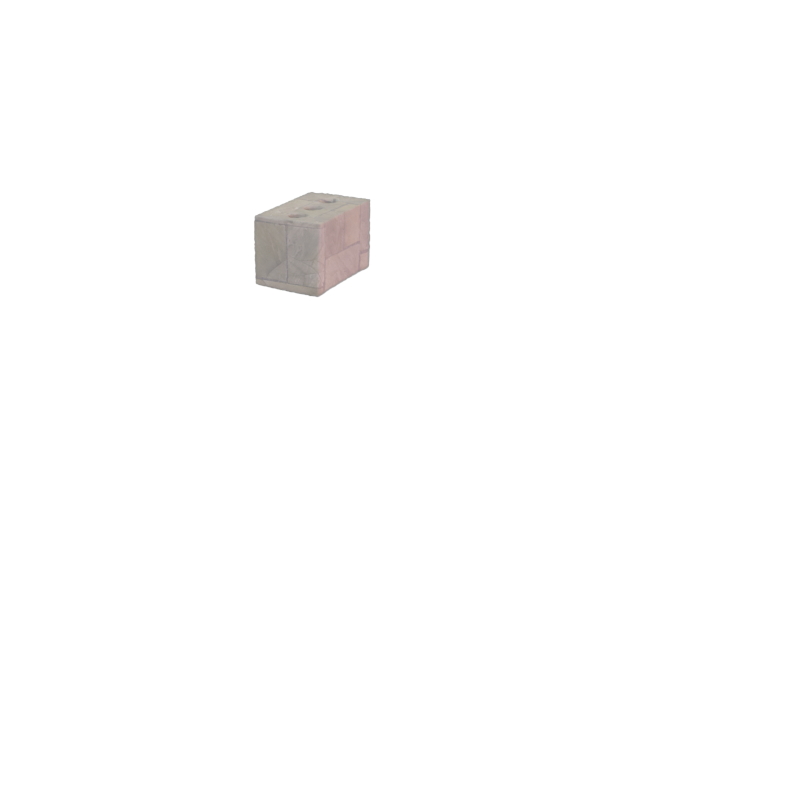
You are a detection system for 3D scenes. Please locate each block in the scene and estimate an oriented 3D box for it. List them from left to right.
[{"bbox_3d":[-0.061,-0.111,0.776,0.055,0.049,0.078,10,24,24],"label":"block"}]
